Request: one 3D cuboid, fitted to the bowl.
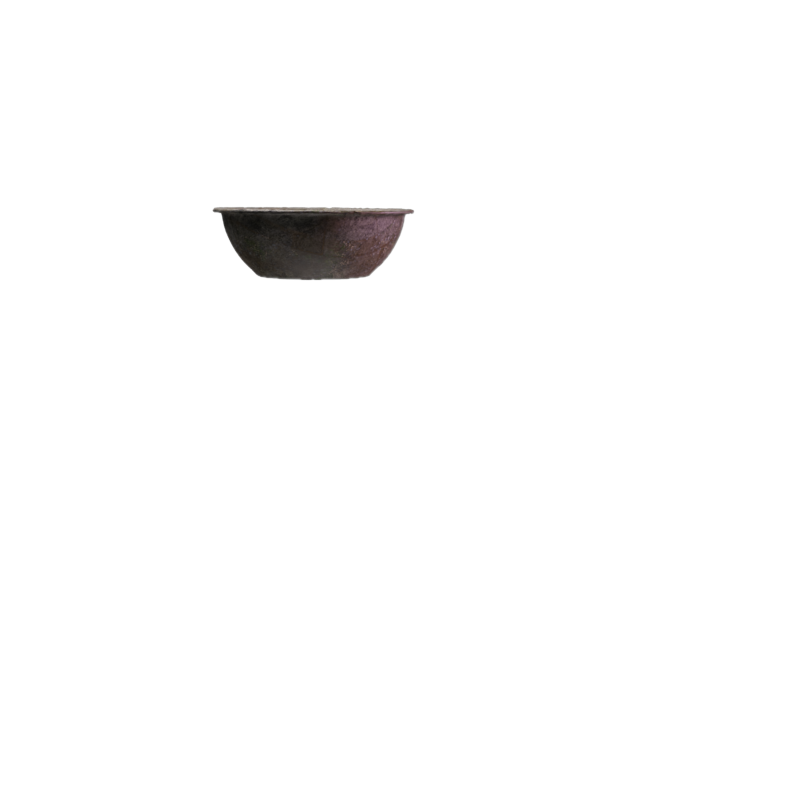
[{"bbox_3d":[-0.070,-0.127,0.889,0.162,0.054,0.165,0,10,-2],"label":"bowl"}]
